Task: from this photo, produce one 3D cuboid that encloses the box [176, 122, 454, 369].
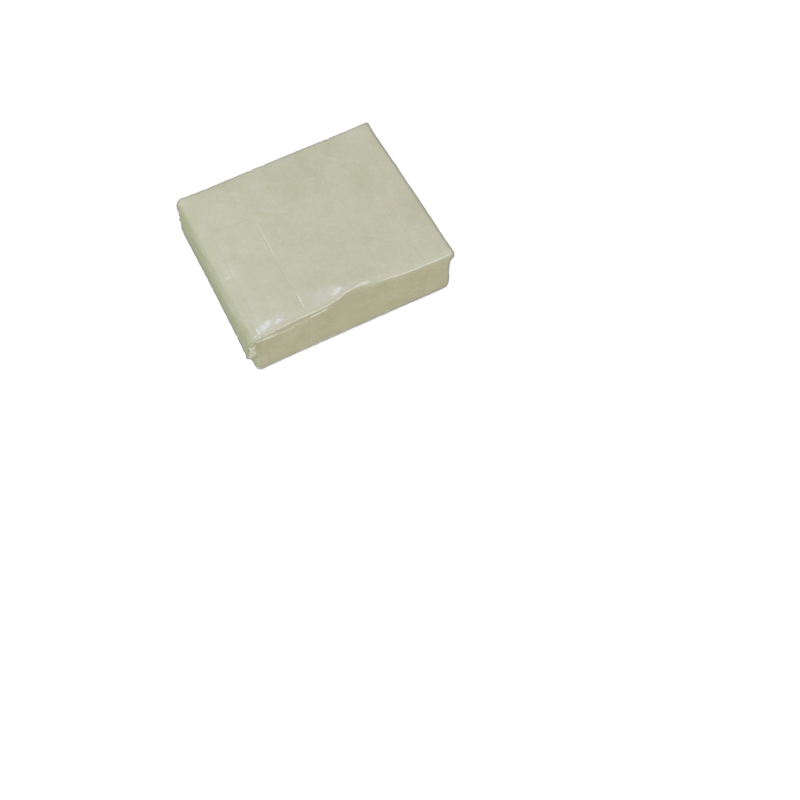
[{"bbox_3d":[-0.035,-0.063,0.445,0.089,0.078,0.028,-24,-27,-14],"label":"box"}]
